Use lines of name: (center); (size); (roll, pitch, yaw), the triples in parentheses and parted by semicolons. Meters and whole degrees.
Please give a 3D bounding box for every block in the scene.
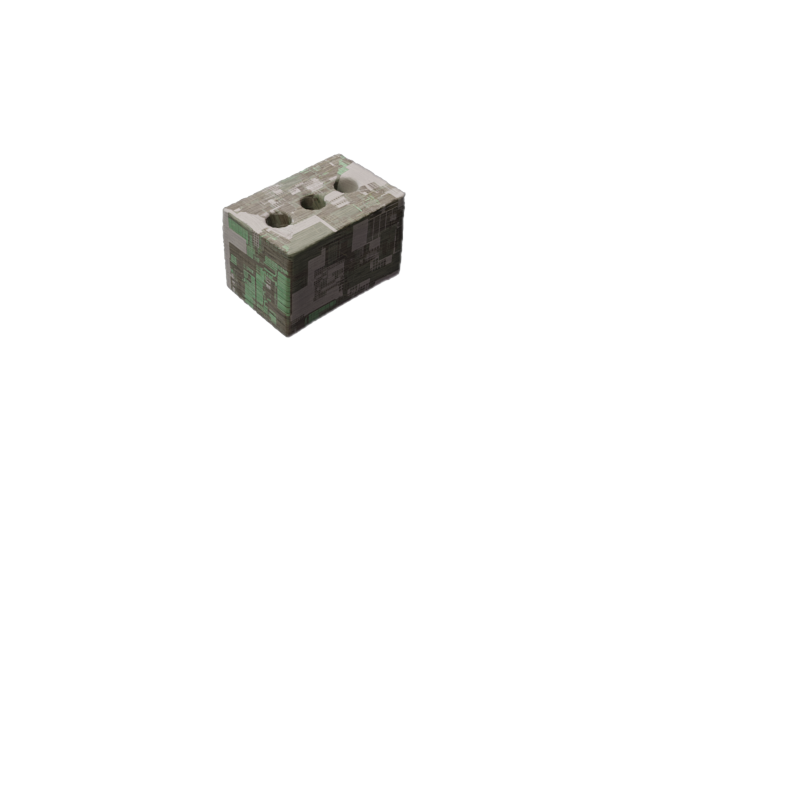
block: (-0.043, -0.079, 0.555); (0.078, 0.048, 0.056); (-32, 52, -31)
